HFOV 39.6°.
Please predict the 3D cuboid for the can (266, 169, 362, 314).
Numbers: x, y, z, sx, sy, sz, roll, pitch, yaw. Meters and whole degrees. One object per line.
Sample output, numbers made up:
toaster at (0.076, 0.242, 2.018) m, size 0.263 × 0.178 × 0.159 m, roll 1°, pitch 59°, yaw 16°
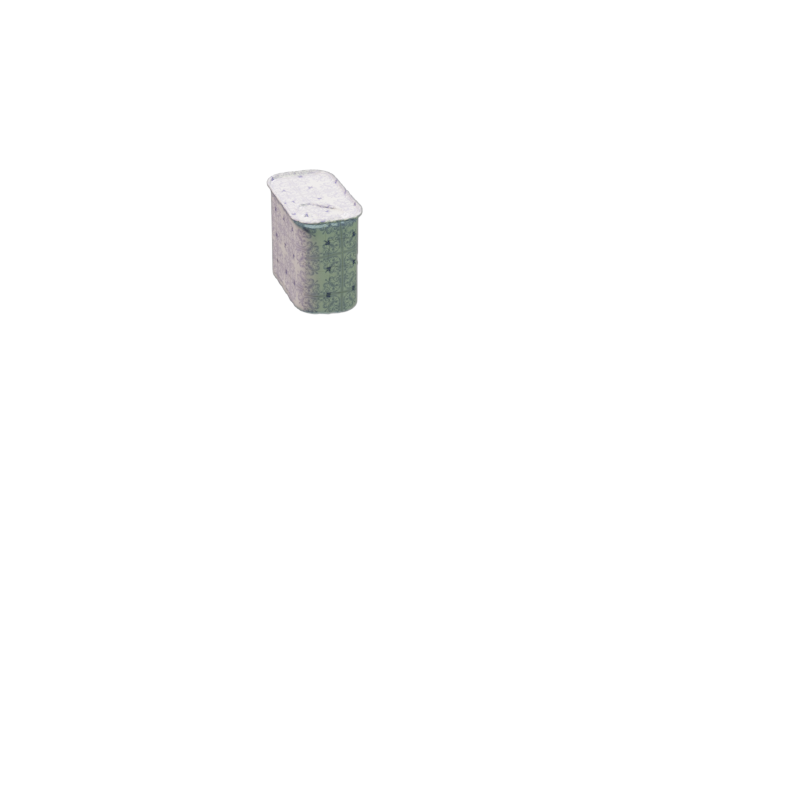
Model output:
can at (-0.070, -0.127, 0.889) m, size 0.056 × 0.079 × 0.110 m, roll -9°, pitch 31°, yaw -18°
